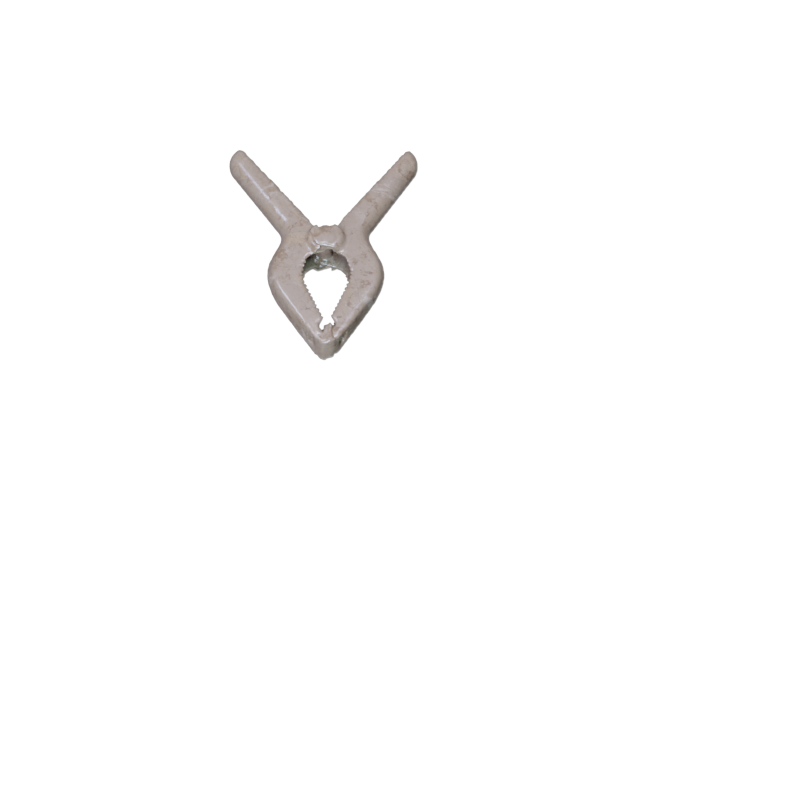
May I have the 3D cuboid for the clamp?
[{"bbox_3d":[-0.073,-0.132,0.927,0.165,0.223,0.034,4,-34,2],"label":"clamp"}]
